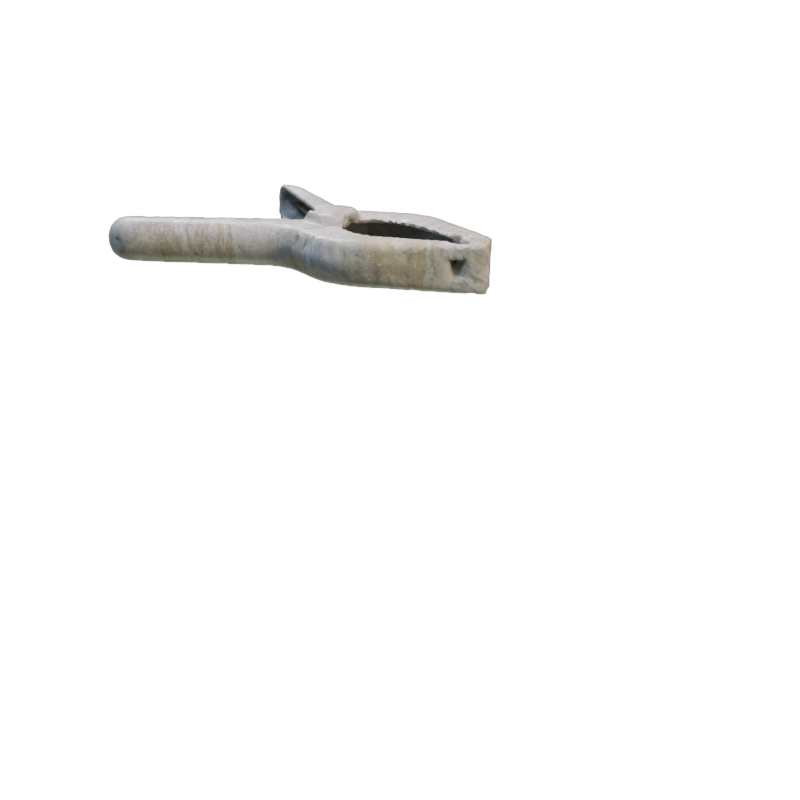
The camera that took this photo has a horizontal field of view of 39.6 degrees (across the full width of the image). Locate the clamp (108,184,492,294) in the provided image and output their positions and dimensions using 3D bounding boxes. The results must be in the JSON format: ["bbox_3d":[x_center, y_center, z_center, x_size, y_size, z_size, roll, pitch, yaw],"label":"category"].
[{"bbox_3d":[-0.049,-0.089,0.626,0.222,0.035,0.162,18,27,40],"label":"clamp"}]
